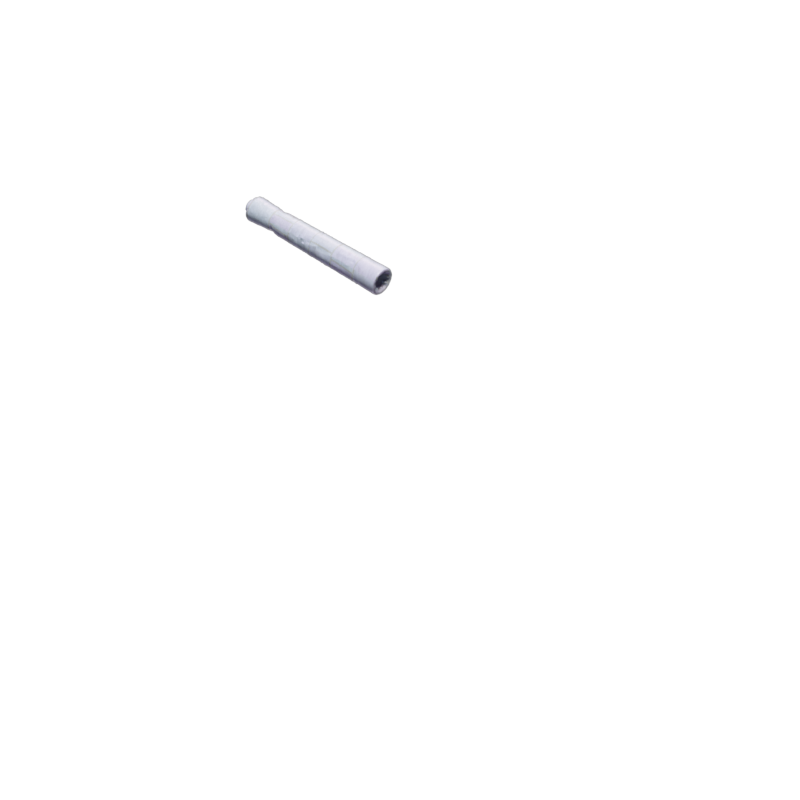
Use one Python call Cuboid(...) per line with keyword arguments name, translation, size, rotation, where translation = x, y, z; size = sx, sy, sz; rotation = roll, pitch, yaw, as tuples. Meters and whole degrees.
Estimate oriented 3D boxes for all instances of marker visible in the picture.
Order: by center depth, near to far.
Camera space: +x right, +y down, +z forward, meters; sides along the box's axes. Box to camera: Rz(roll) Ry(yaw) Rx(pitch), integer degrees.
Cuboid(name="marker", translation=(-0.057, -0.103, 0.722), size=(0.129, 0.019, 0.019), rotation=(33, 22, 32))
